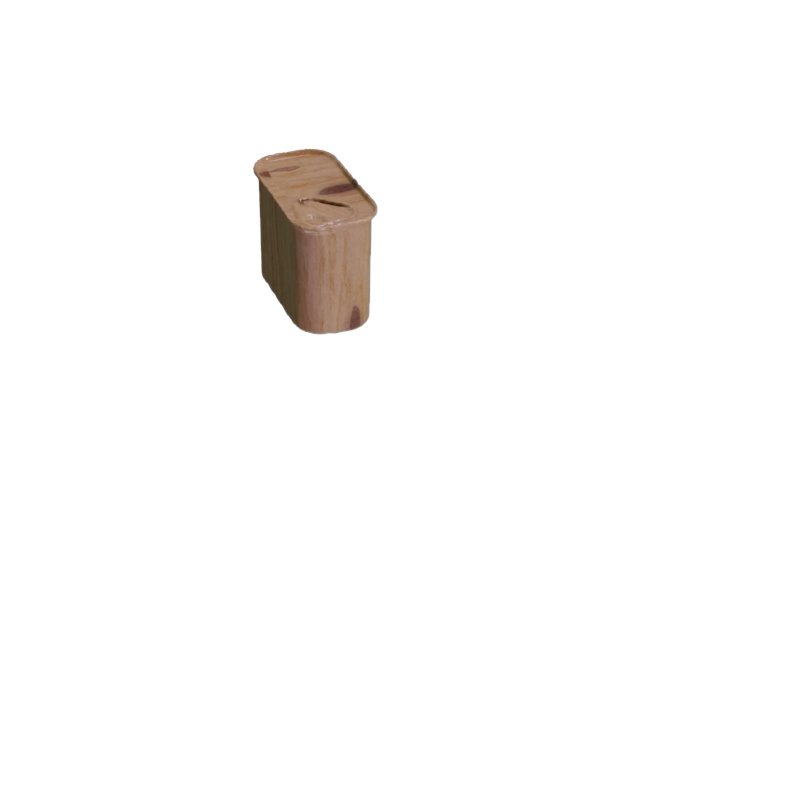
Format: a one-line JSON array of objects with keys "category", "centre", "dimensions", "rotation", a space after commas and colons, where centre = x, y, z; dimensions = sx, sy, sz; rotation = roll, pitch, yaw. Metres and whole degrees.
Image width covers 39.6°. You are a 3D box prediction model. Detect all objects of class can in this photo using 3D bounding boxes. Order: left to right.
[{"category": "can", "centre": [-0.056, -0.103, 0.722], "dimensions": [0.057, 0.078, 0.110], "rotation": [-12, 38, -20]}]
